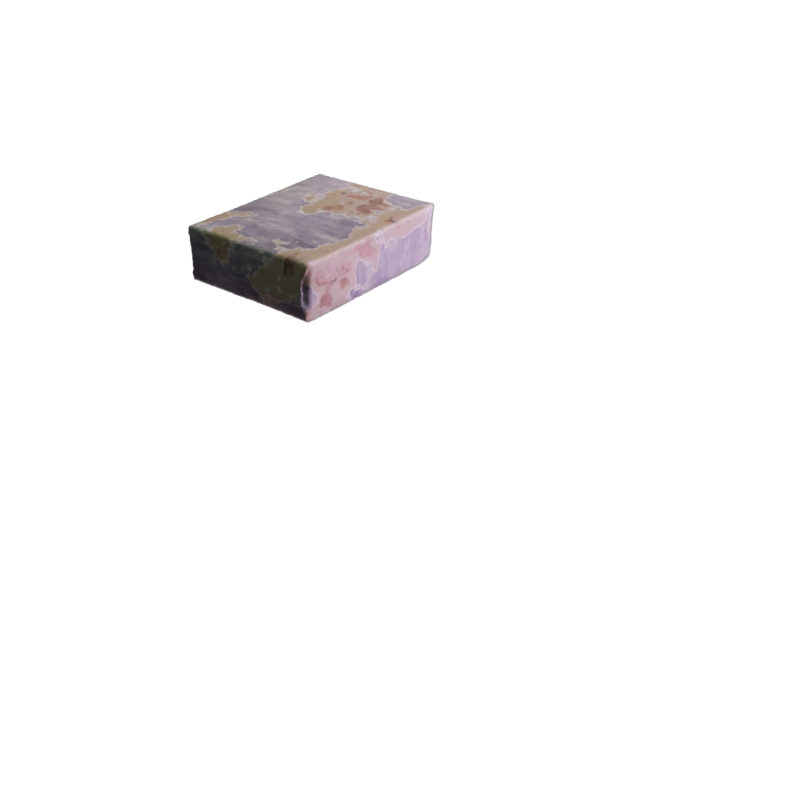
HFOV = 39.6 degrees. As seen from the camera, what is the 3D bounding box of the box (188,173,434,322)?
[{"bbox_3d":[-0.049,-0.090,0.628,0.095,0.037,0.113,21,35,34],"label":"box"}]
